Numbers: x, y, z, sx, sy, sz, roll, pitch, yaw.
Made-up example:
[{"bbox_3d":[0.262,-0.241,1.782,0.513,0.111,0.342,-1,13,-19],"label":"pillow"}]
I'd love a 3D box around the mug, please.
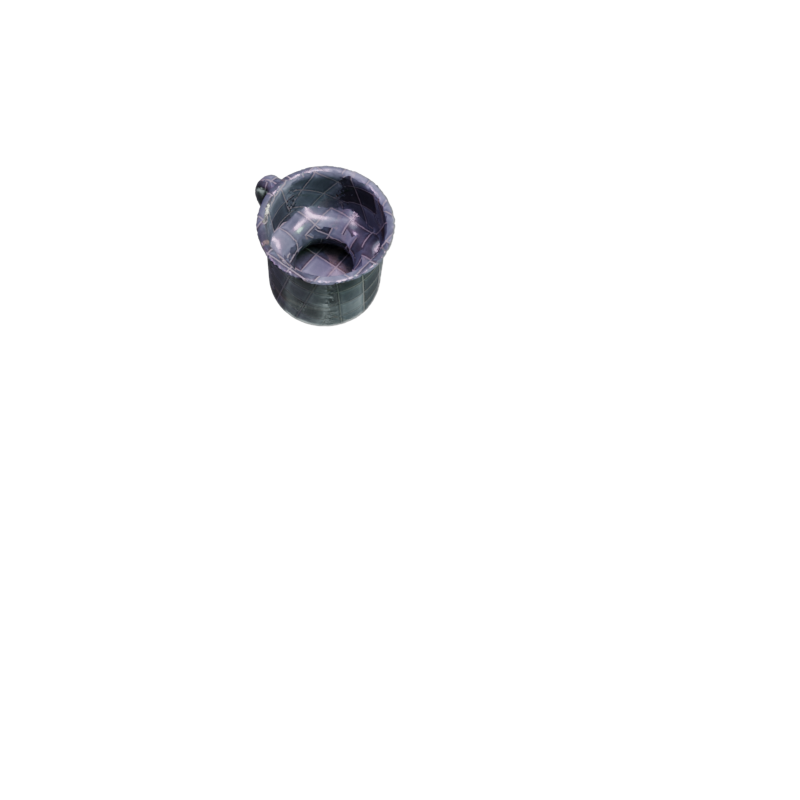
[{"bbox_3d":[-0.061,-0.112,0.782,0.094,0.123,0.077,-41,-19,-20],"label":"mug"}]
